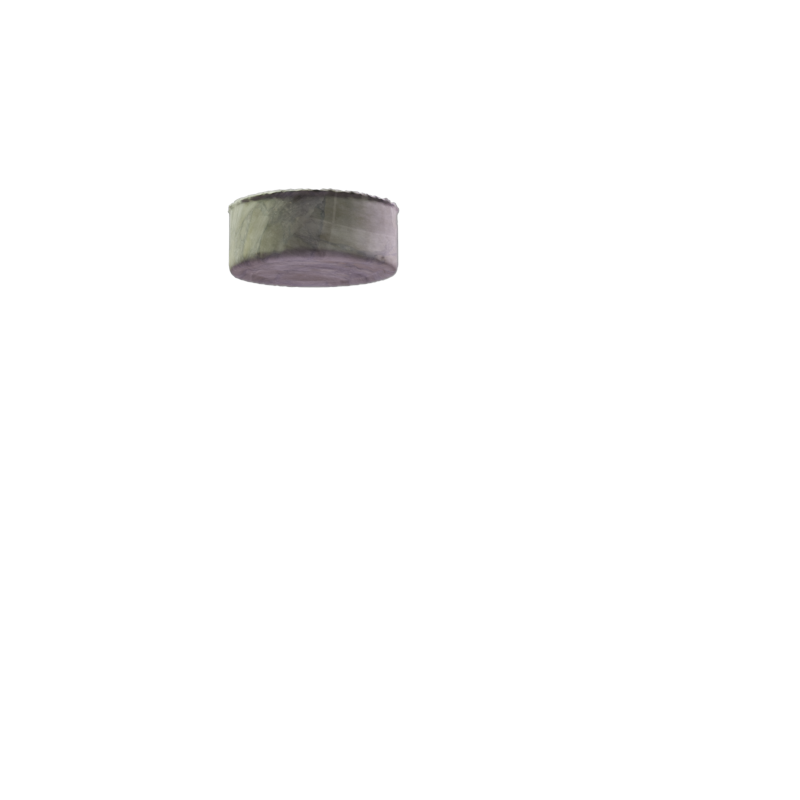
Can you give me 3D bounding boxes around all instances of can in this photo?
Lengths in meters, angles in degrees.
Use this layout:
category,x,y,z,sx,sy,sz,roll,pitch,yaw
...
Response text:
category,x,y,z,sx,sy,sz,roll,pitch,yaw
can,-0.043,-0.079,0.553,0.086,0.034,0.084,0,-5,-2
